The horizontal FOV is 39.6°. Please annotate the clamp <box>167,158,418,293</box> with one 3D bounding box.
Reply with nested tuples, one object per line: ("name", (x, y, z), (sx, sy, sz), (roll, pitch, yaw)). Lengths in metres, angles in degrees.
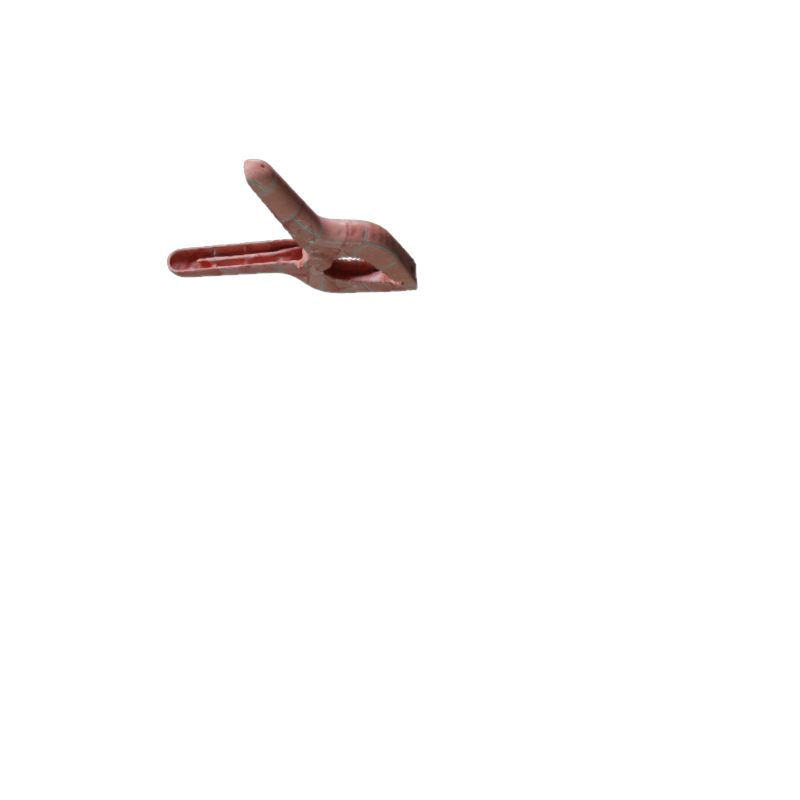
("clamp", (-0.072, -0.132, 0.921), (0.203, 0.039, 0.160), (10, -28, -21))
